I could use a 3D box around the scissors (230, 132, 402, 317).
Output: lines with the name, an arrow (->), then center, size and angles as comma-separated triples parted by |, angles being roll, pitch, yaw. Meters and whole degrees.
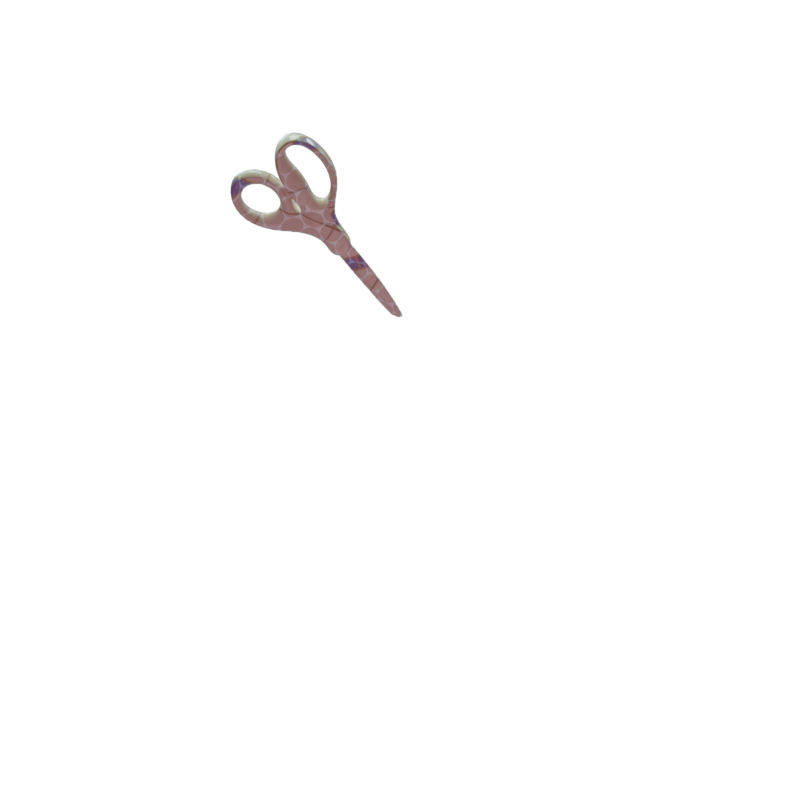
scissors -> -0.072, -0.131, 0.920 | 0.097, 0.187, 0.017 | -14, 37, 11
